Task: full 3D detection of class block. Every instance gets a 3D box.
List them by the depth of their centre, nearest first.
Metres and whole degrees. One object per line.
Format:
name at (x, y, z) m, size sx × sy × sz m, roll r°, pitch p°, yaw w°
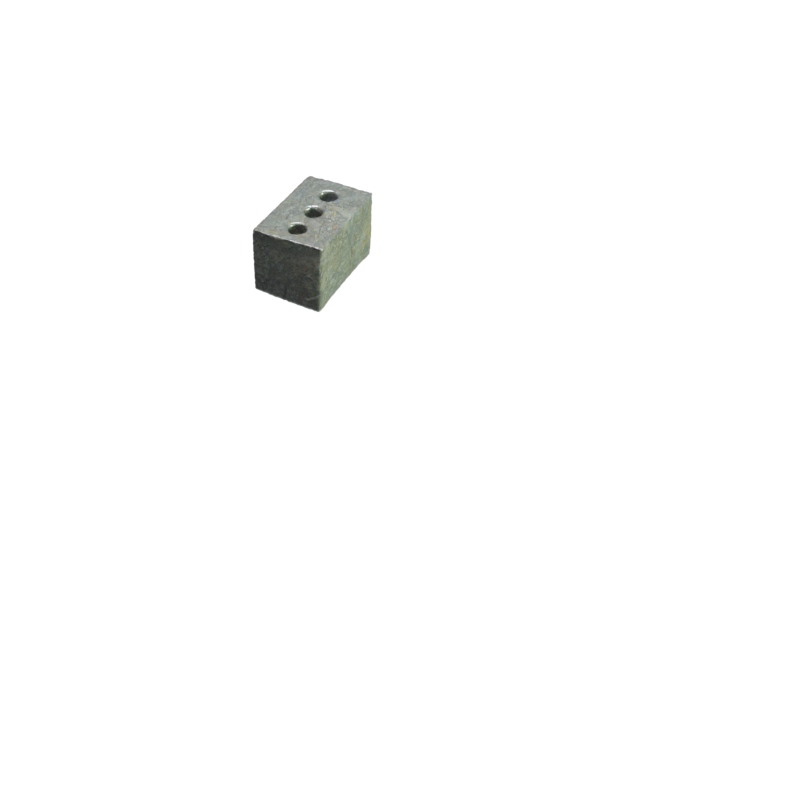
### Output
block at (-0.059, -0.108, 0.756) m, size 0.055 × 0.048 × 0.080 m, roll 18°, pitch 43°, yaw 18°
